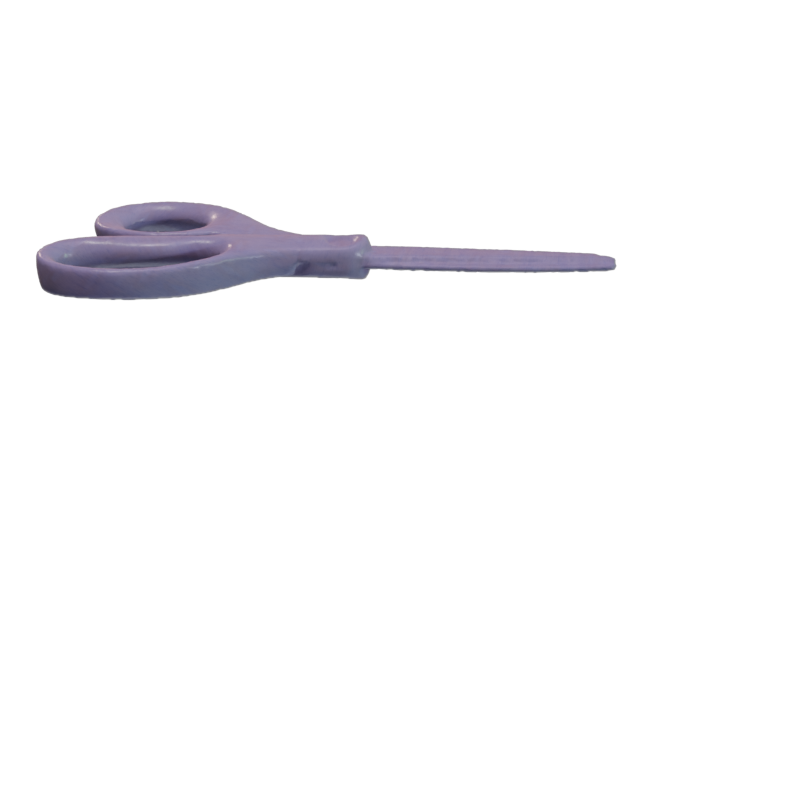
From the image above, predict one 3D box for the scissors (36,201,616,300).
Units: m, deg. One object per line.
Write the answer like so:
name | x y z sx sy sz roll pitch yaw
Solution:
scissors | -0.033 -0.060 0.418 0.199 0.015 0.102 -5 25 -10
